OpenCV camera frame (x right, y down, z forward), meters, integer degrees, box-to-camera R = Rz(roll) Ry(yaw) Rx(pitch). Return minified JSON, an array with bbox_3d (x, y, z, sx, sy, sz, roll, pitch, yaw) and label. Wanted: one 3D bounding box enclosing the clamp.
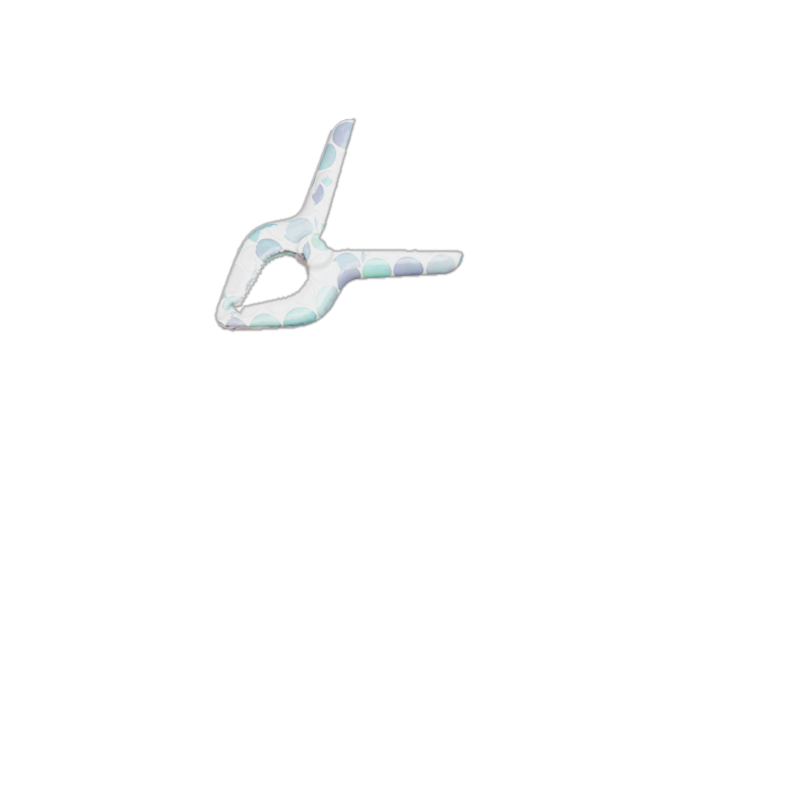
[{"bbox_3d":[-0.075,-0.136,0.953,0.210,0.170,0.035,-30,-12,-7],"label":"clamp"}]
